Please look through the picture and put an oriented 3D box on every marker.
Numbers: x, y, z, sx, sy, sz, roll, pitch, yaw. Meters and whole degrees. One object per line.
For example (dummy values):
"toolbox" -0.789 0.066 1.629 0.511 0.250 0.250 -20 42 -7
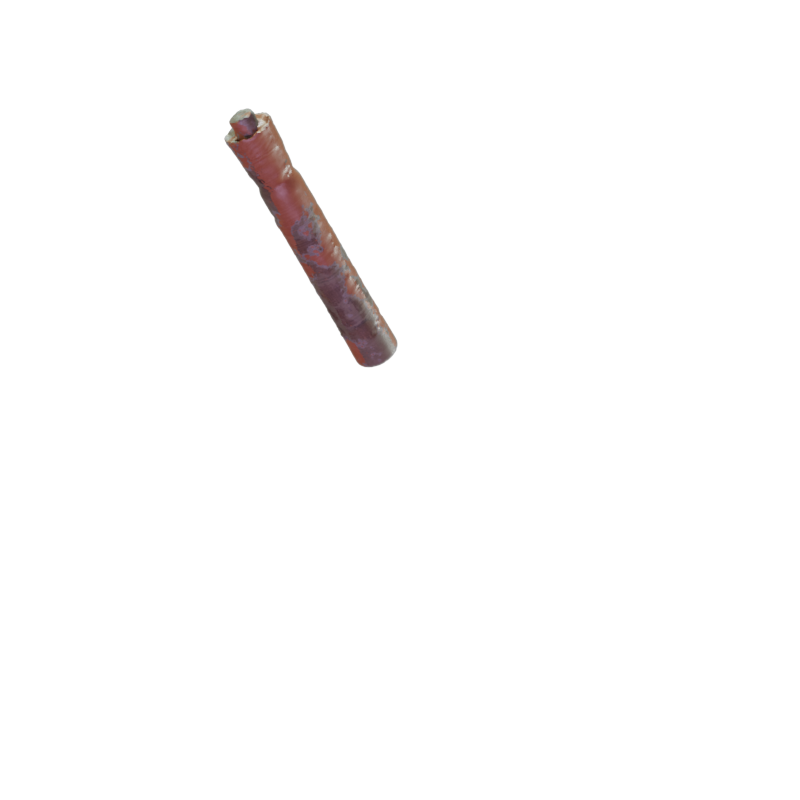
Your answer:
"marker" -0.033 -0.061 0.427 0.020 0.113 0.021 -22 33 14
